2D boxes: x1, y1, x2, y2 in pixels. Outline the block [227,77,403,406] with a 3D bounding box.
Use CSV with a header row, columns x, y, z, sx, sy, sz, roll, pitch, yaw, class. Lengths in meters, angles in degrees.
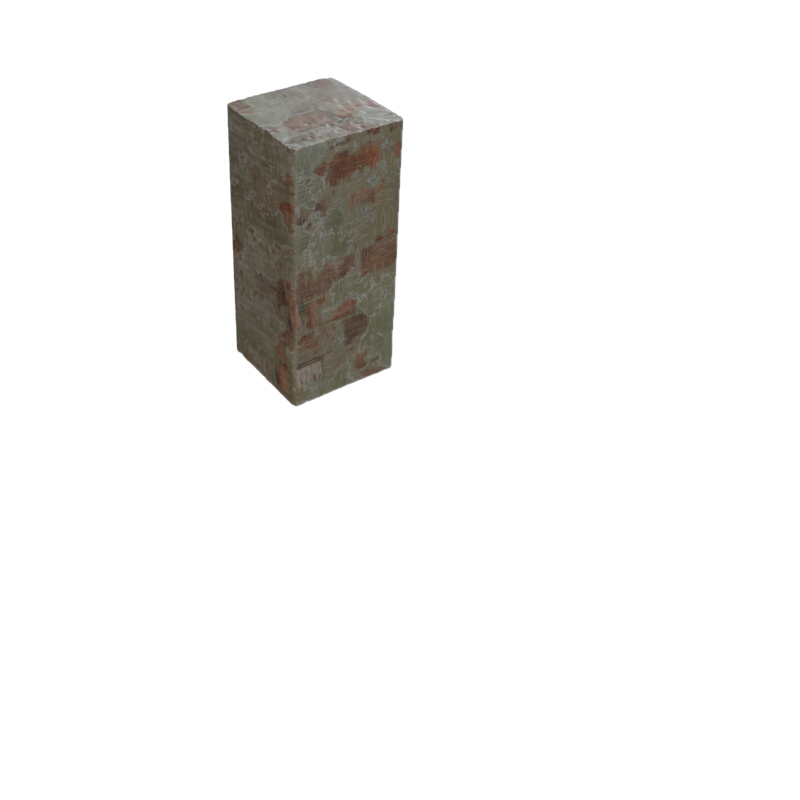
x,y,z,sx,sy,sz,roll,pitch,yaw,class
-0.063,-0.114,0.799,0.090,0.193,0.097,-21,40,-30,block
